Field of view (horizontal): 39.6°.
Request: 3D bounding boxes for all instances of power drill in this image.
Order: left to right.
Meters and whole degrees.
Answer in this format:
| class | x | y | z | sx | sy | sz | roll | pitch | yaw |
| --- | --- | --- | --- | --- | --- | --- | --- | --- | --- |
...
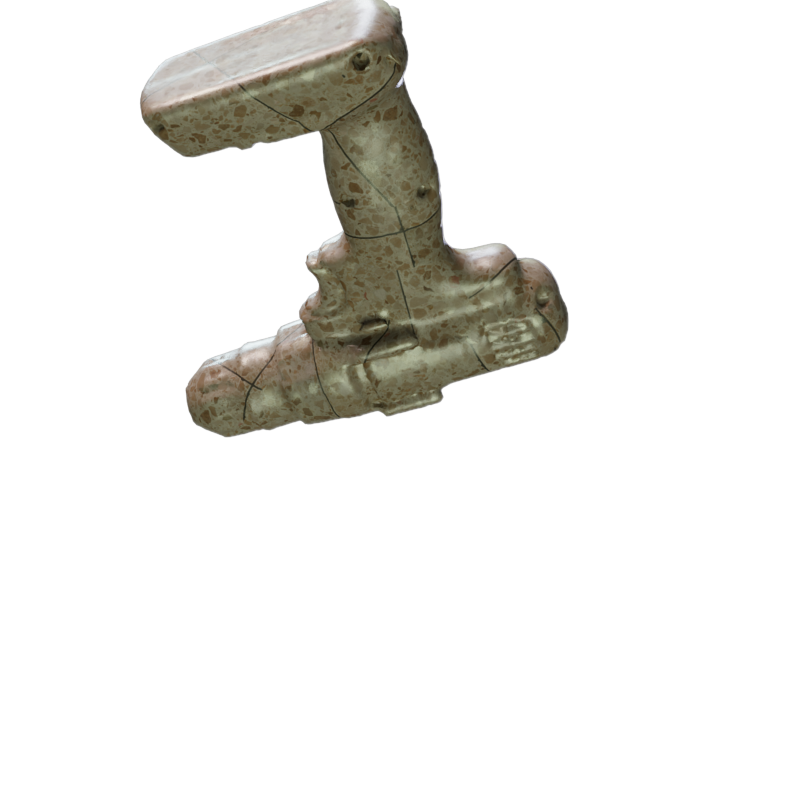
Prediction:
| class | x | y | z | sx | sy | sz | roll | pitch | yaw |
| --- | --- | --- | --- | --- | --- | --- | --- | --- | --- |
| power drill | -0.038 | -0.068 | 0.480 | 0.185 | 0.174 | 0.061 | -17 | 37 | 13 |
